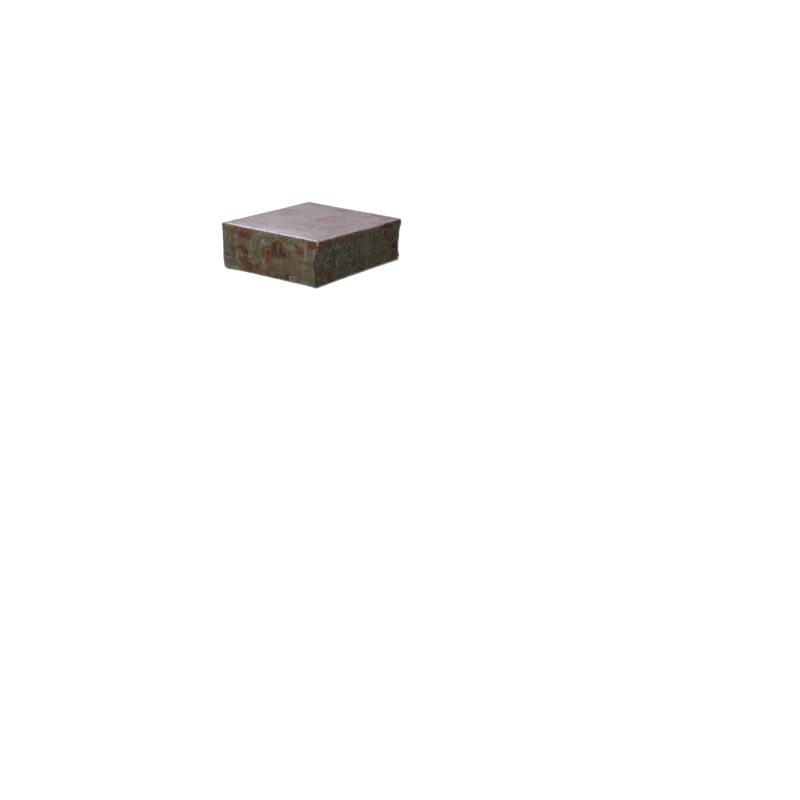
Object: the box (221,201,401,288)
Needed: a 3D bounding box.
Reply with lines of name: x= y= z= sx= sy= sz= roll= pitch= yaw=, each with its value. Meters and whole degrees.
box: x=-0.066 y=-0.120 z=0.839 sx=0.094 sy=0.037 sz=0.113 roll=14 pitch=25 yaw=31
